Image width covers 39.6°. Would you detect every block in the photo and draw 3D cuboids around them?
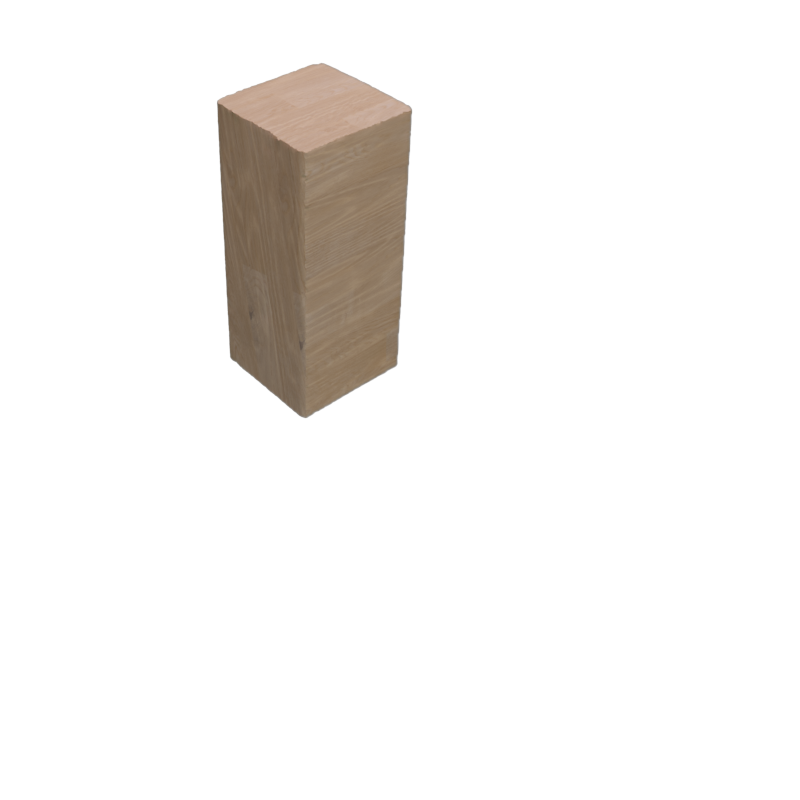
[{"bbox_3d":[-0.058,-0.106,0.741,0.090,0.193,0.097,-28,47,-33],"label":"block"}]
